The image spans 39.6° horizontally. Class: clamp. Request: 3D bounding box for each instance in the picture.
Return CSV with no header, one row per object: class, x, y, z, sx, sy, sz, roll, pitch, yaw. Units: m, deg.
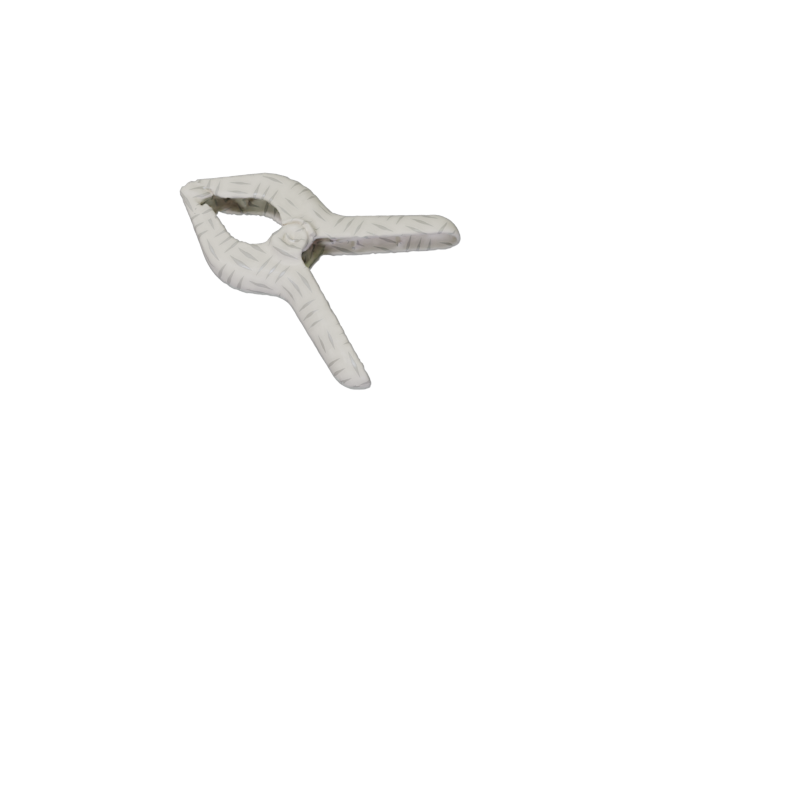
clamp,-0.053,-0.096,0.674,0.179,0.122,0.037,36,-24,18
